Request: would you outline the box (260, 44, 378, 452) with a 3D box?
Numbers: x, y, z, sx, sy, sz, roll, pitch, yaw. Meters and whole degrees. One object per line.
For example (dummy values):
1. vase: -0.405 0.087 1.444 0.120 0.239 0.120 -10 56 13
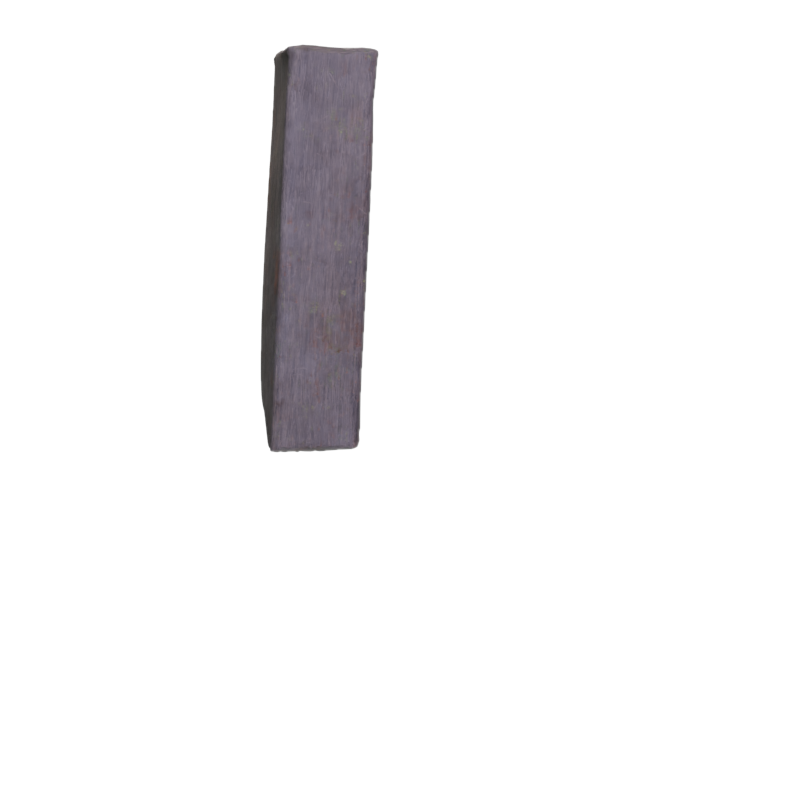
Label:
1. box: -0.041 -0.074 0.516 0.047 0.173 0.096 -1 8 -9
